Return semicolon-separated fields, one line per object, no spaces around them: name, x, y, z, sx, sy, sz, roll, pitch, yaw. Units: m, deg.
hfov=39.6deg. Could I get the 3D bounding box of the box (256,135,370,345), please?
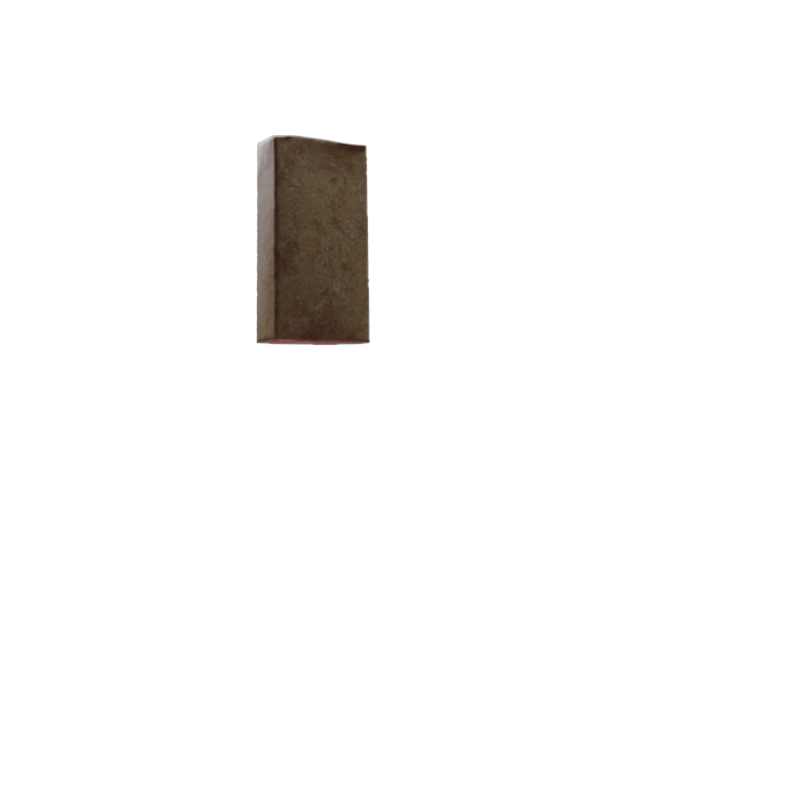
box;-0.075;-0.136;0.955;0.090;0.179;0.049;3;-8;-29
